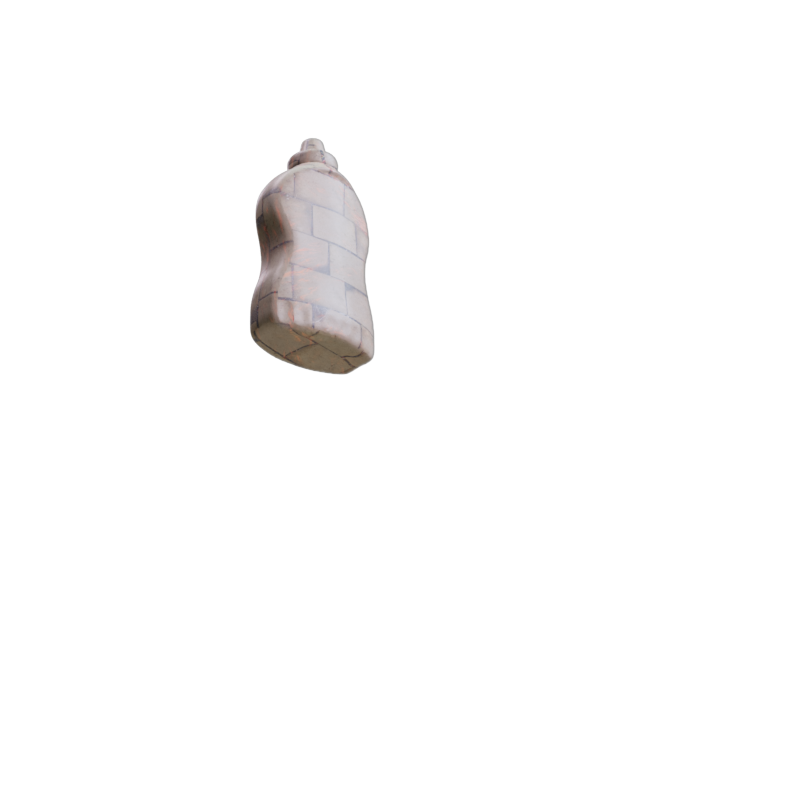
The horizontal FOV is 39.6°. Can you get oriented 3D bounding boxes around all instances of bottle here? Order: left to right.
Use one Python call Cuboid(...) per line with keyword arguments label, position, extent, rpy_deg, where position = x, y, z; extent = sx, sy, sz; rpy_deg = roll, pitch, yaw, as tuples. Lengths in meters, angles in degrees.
Cuboid(label="bottle", position=(-0.067, -0.121, 0.848), extent=(0.091, 0.204, 0.058), rpy_deg=(20, -37, -33))
